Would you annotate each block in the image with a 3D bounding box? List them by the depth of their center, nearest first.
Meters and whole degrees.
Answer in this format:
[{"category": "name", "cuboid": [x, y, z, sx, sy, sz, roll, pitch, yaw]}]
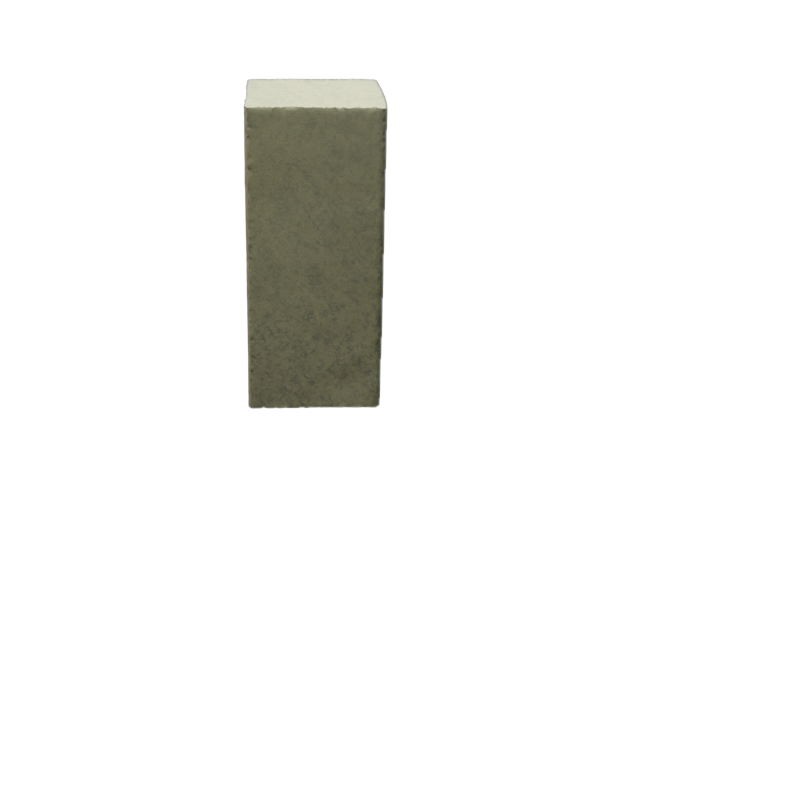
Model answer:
[{"category": "block", "cuboid": [-0.059, -0.107, 0.751, 0.090, 0.197, 0.095, 0, 22, -4]}]
